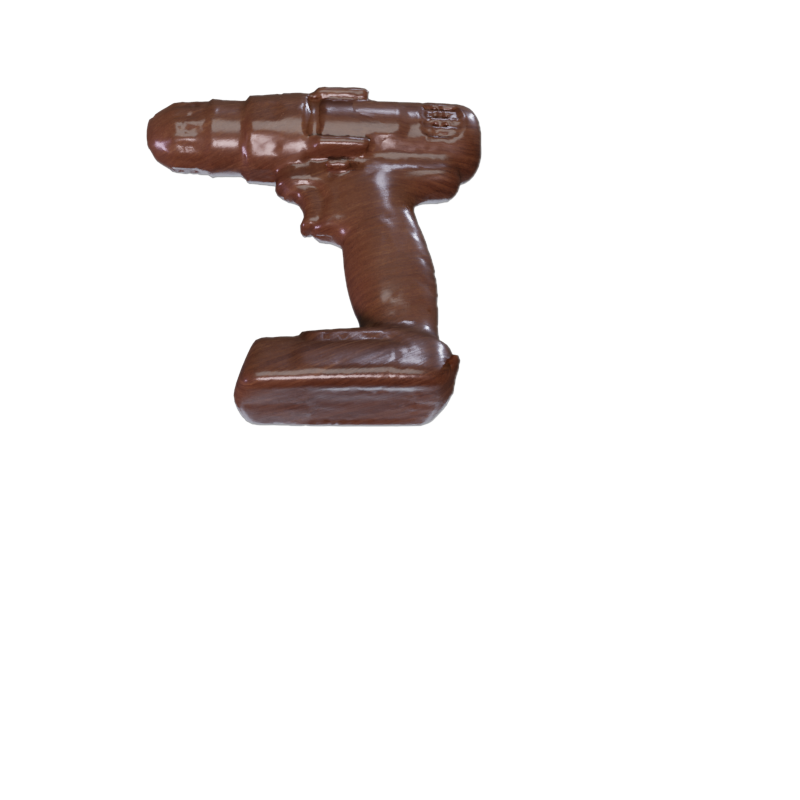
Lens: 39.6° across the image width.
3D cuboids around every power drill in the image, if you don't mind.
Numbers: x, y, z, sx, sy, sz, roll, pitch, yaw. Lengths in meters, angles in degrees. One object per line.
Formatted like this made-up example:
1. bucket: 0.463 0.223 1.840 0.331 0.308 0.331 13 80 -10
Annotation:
1. power drill: -0.045 -0.082 0.575 0.184 0.200 0.054 -1 -30 -1
